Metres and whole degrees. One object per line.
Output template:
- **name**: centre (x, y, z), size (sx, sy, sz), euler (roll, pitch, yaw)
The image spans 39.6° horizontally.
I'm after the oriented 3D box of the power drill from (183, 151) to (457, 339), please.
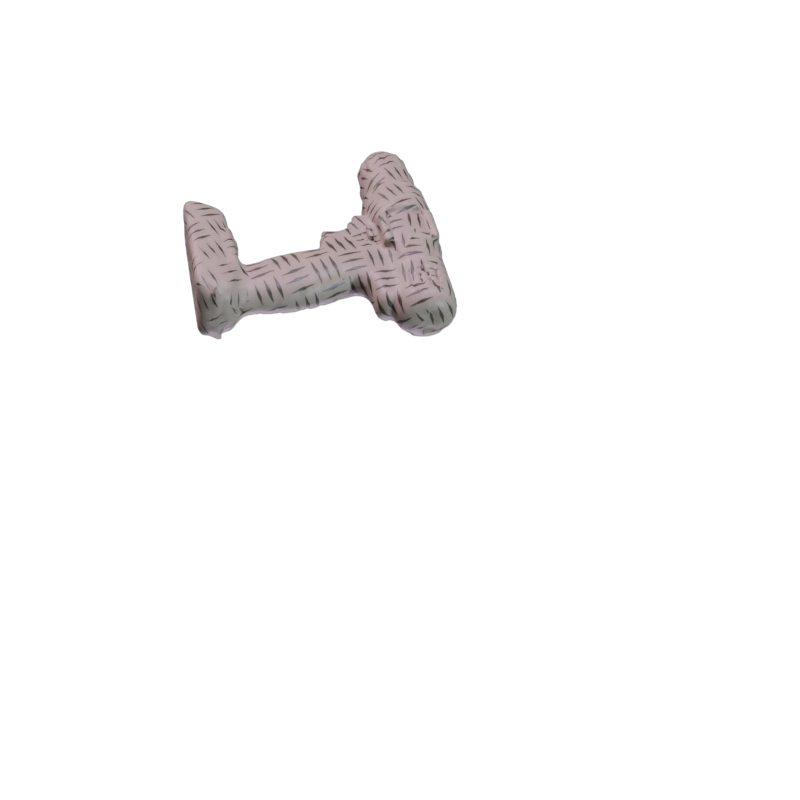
- **power drill**: centre (-0.064, -0.117, 0.822), size (0.186, 0.053, 0.199), euler (-8, 45, -8)
